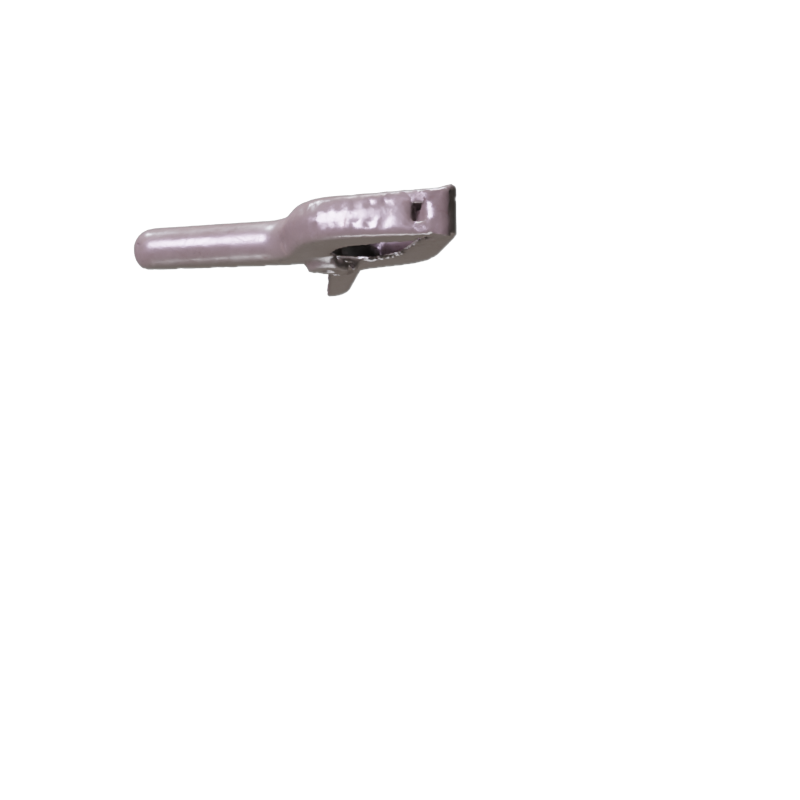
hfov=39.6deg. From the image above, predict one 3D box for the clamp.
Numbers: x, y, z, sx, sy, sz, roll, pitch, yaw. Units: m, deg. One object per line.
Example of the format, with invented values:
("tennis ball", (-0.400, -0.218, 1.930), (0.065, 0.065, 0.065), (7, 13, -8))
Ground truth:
("clamp", (-0.051, -0.094, 0.658), (0.158, 0.037, 0.214), (3, -5, -33))
